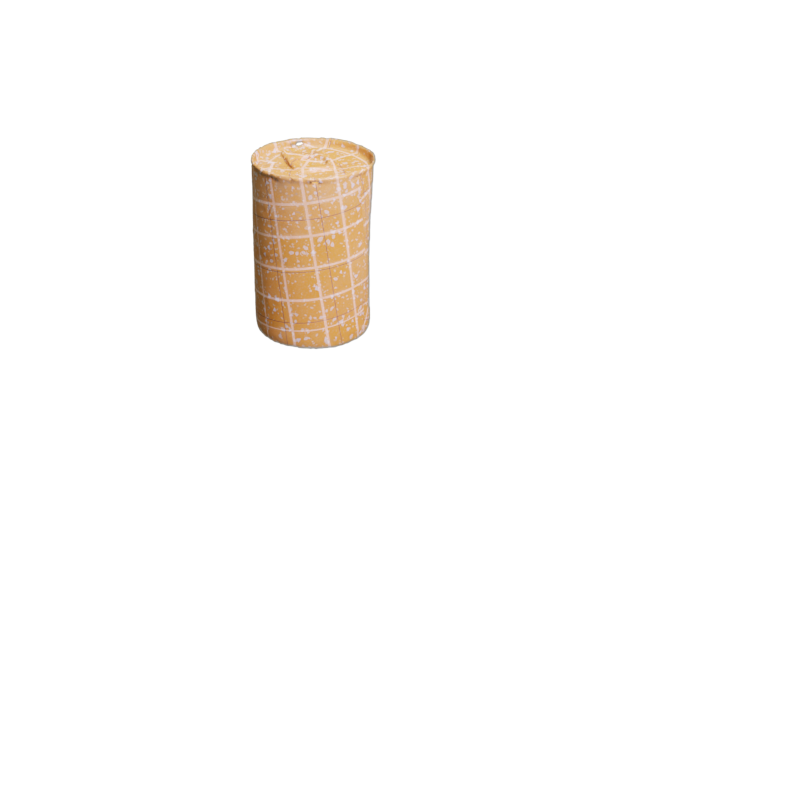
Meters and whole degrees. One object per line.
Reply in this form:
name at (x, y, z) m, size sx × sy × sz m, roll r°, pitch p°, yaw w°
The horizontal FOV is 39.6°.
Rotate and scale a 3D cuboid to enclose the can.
can at (-0.049, -0.089, 0.622) m, size 0.068 × 0.097 × 0.072 m, roll 0°, pitch 27°, yaw -2°
